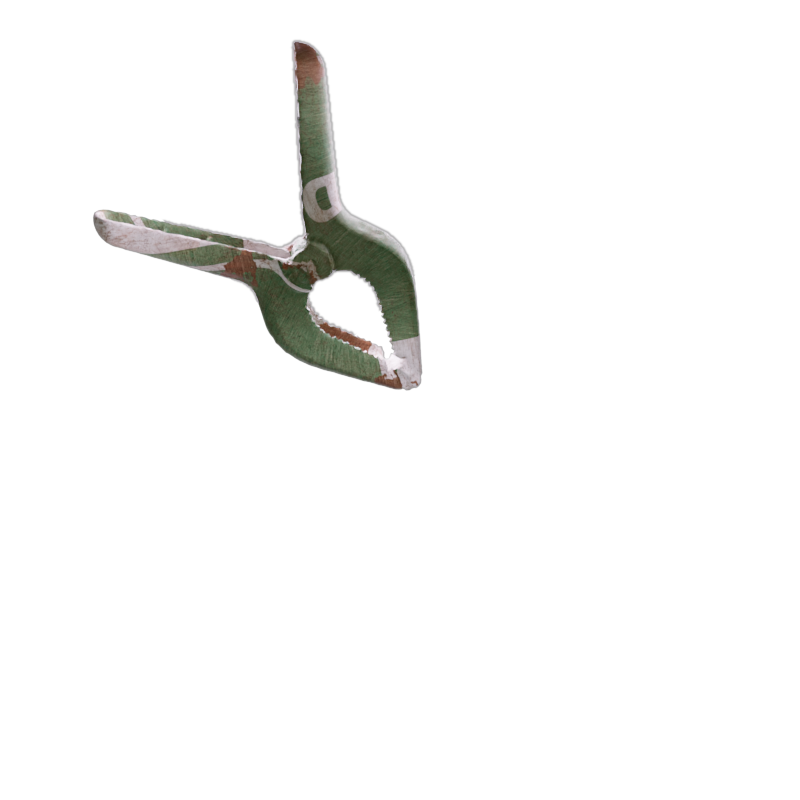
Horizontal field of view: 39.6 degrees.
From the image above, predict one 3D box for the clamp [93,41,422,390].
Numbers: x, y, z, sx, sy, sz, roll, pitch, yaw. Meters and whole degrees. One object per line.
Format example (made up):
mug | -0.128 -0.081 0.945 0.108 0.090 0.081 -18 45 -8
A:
clamp | -0.051 -0.093 0.650 0.204 0.163 0.038 42 13 -12
